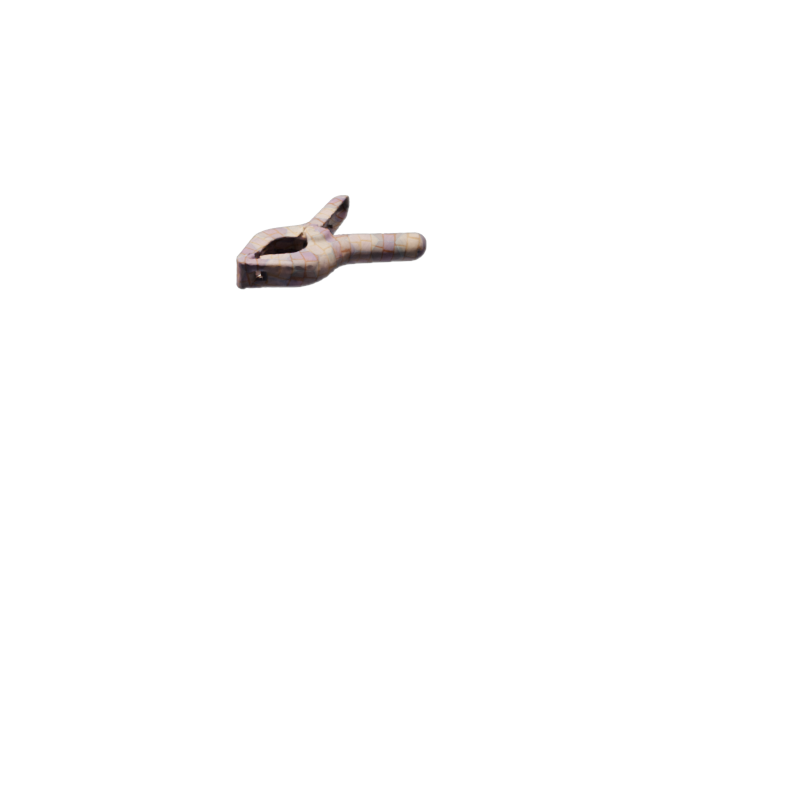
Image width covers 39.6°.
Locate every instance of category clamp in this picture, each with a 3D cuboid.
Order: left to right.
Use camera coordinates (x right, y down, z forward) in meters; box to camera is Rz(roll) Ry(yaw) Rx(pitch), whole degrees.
[{"bbox_3d":[-0.077,-0.140,0.979,0.168,0.037,0.129,-15,31,-28],"label":"clamp"}]
